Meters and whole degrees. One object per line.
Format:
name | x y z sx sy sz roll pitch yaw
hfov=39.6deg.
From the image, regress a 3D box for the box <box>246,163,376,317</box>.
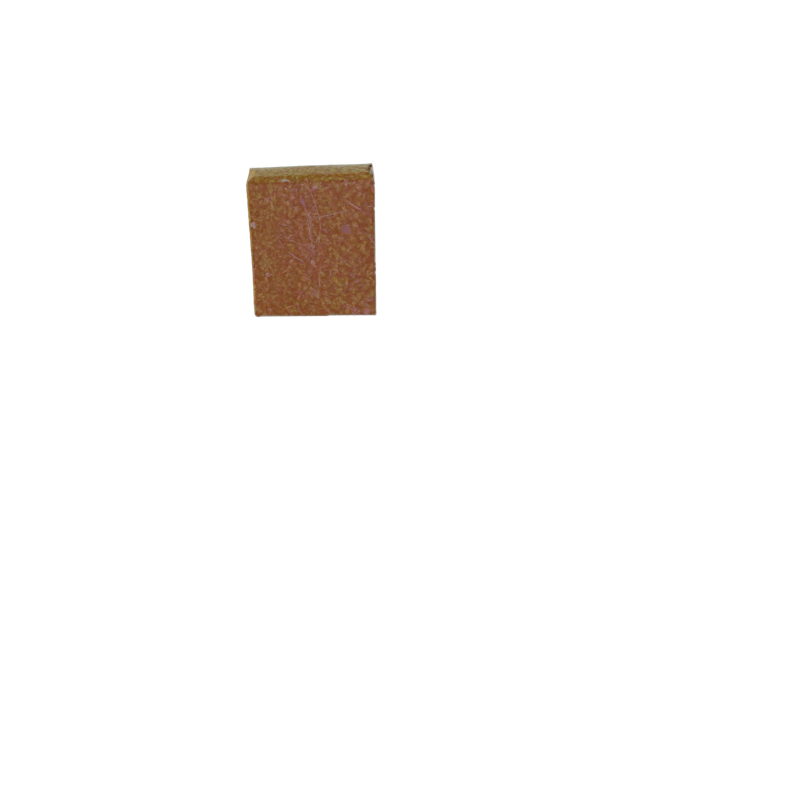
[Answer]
box | -0.051 -0.093 0.652 0.073 0.085 0.032 -1 25 0
